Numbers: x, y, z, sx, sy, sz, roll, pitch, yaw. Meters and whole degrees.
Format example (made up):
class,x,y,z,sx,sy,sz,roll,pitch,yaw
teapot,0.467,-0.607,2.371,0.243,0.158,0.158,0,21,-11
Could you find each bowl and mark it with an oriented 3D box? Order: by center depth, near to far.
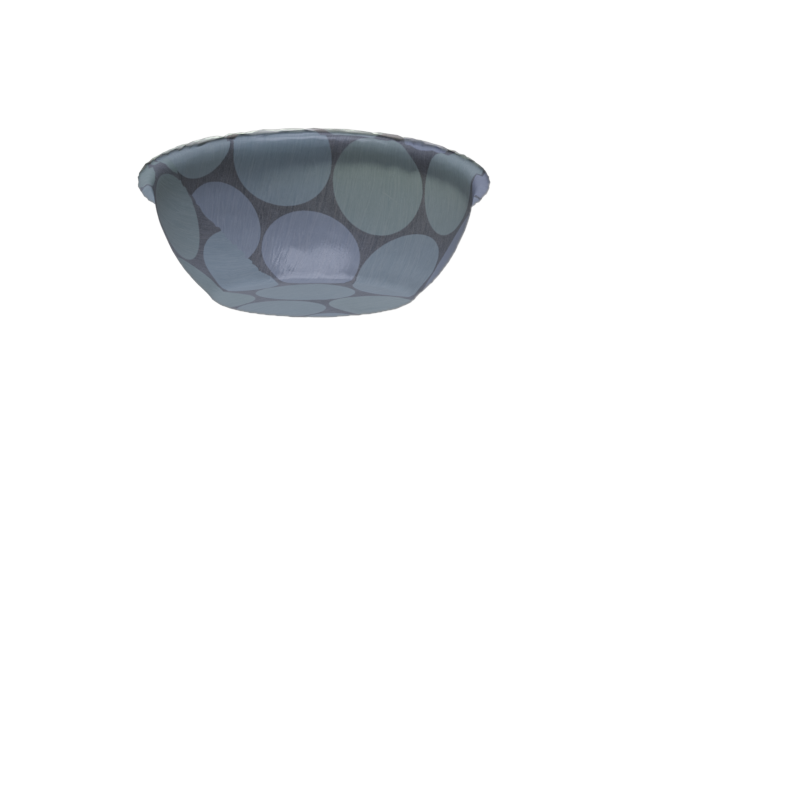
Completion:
class,x,y,z,sx,sy,sz,roll,pitch,yaw
bowl,-0.040,-0.072,0.506,0.162,0.056,0.158,0,-7,-2
